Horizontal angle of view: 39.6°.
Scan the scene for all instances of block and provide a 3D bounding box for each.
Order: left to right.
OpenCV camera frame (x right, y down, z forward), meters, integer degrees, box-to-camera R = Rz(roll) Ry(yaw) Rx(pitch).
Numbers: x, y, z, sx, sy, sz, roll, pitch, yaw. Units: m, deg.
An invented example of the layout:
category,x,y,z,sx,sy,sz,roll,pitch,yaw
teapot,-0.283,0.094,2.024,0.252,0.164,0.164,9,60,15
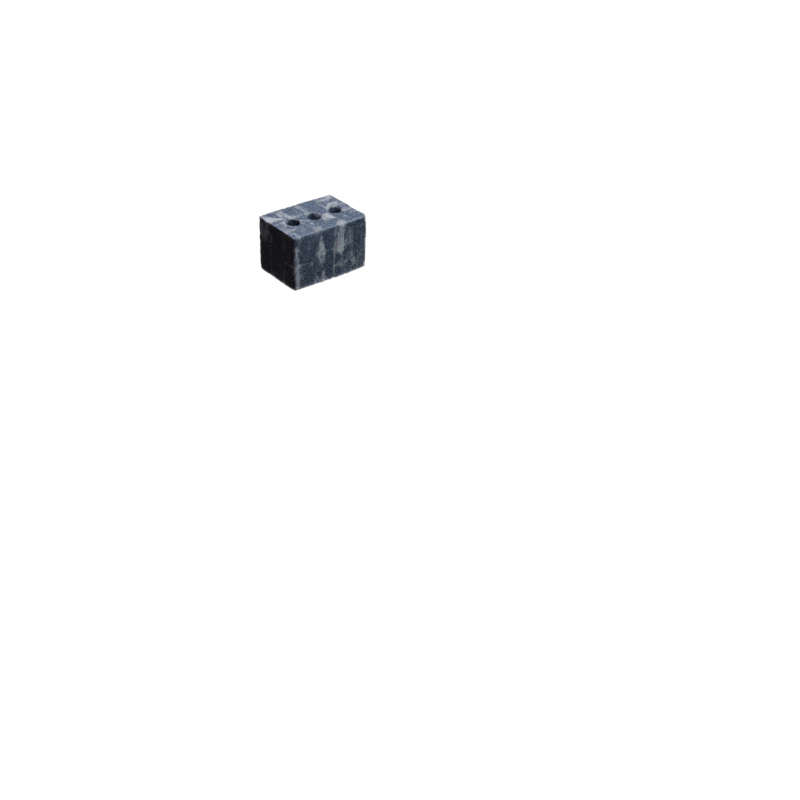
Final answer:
category,x,y,z,sx,sy,sz,roll,pitch,yaw
block,-0.074,-0.135,0.948,0.077,0.048,0.057,-23,38,-32
